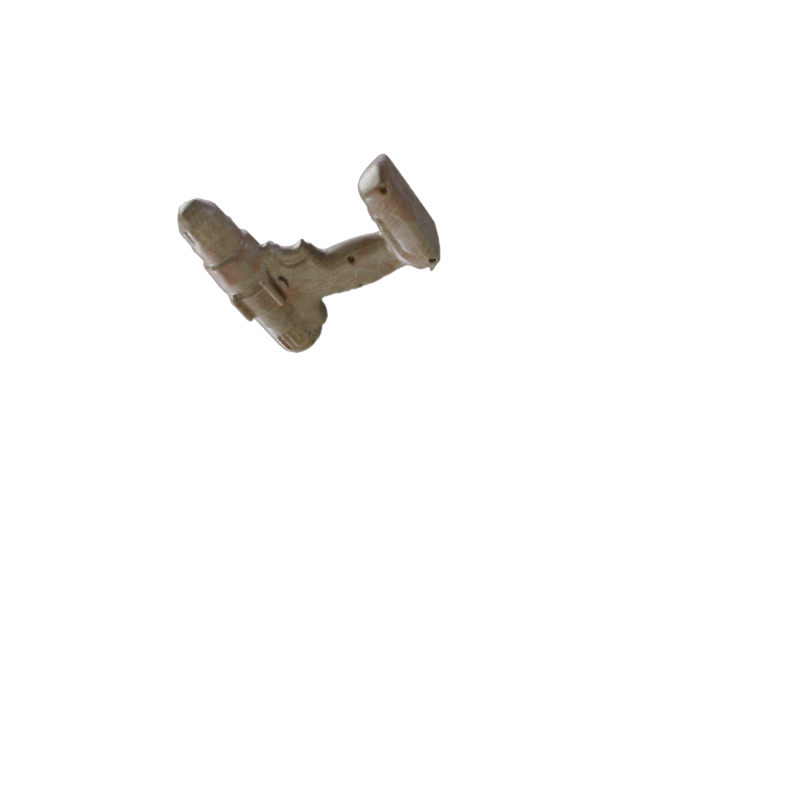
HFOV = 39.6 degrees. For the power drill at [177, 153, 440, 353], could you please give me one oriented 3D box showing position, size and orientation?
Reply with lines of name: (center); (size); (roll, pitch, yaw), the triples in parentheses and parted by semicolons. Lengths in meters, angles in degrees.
power drill: (-0.075, -0.136, 0.955); (0.188, 0.062, 0.171); (-24, -51, 21)
